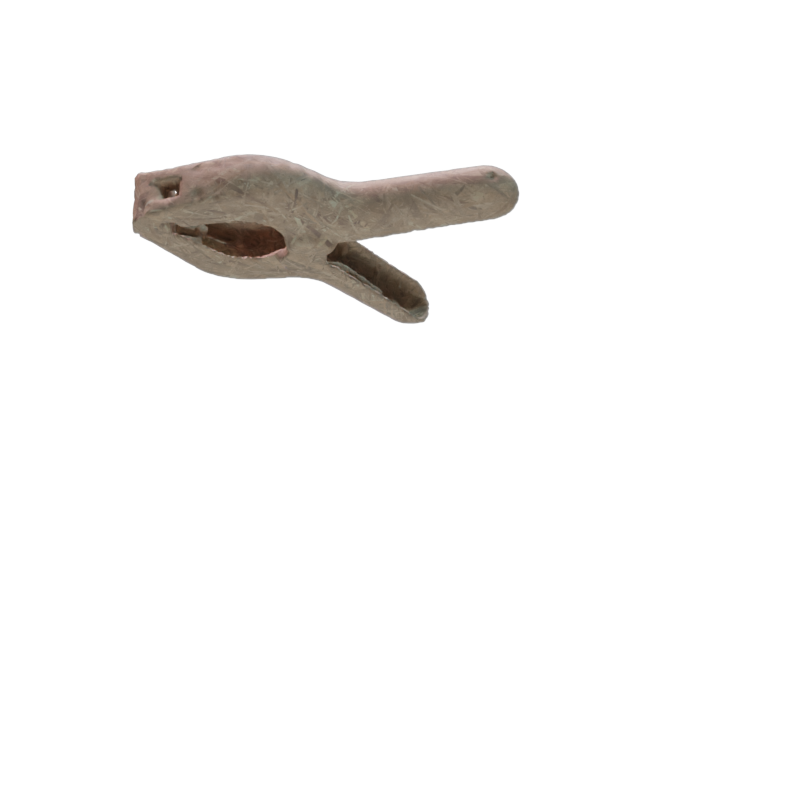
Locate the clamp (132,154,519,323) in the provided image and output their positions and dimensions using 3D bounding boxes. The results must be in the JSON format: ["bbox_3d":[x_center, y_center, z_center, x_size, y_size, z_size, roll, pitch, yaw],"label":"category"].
[{"bbox_3d":[-0.041,-0.075,0.528,0.169,0.042,0.113,5,-35,-8],"label":"clamp"}]
